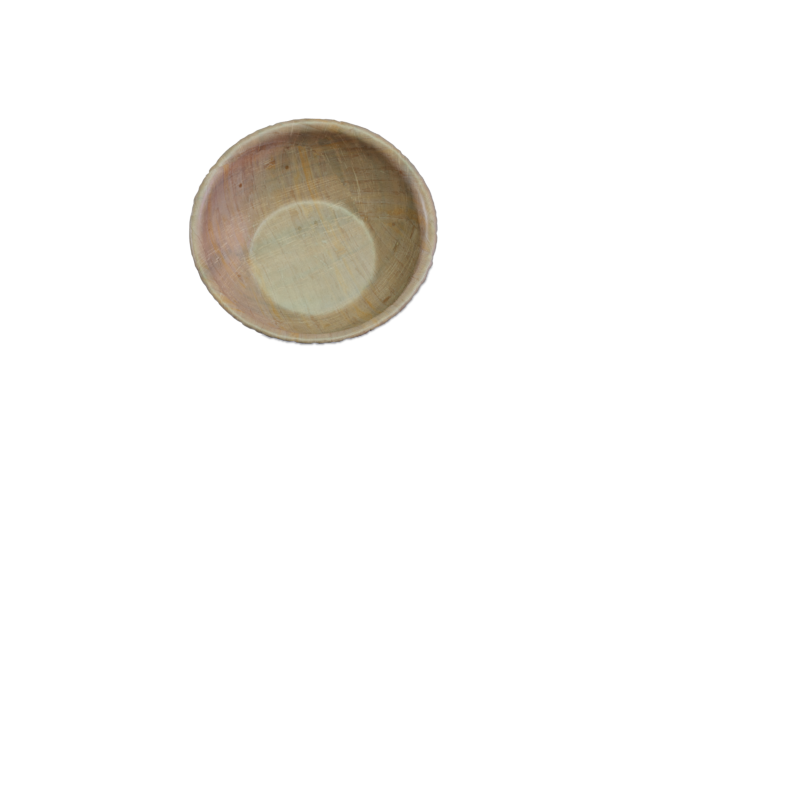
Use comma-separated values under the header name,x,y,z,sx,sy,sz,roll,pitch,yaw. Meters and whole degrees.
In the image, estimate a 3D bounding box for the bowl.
name,x,y,z,sx,sy,sz,roll,pitch,yaw
bowl,-0.058,-0.106,0.743,0.162,0.171,0.052,-1,-22,-1
